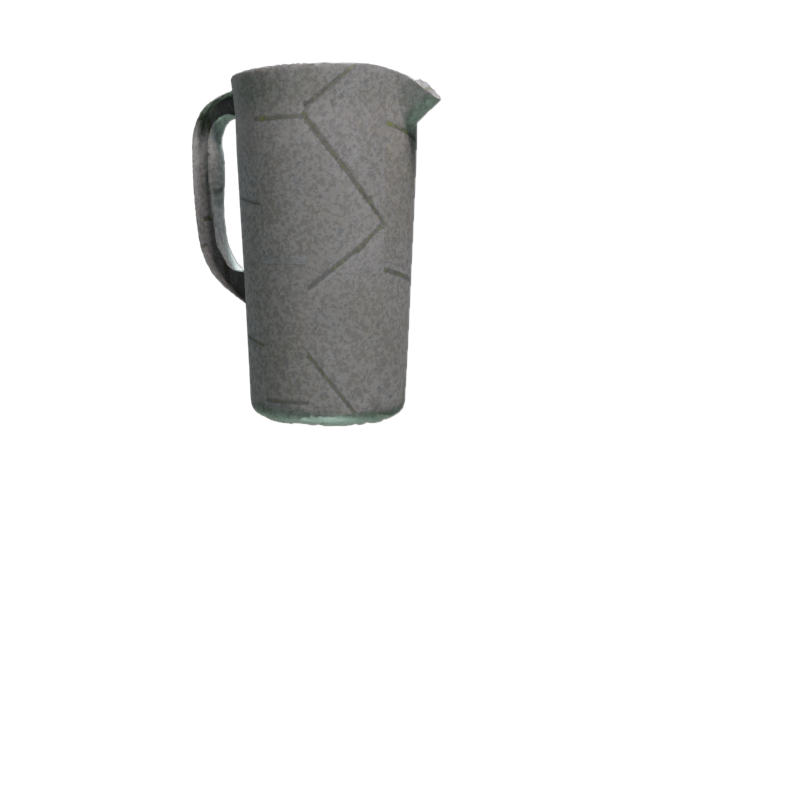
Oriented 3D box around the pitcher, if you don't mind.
[{"bbox_3d":[-0.061,-0.111,0.778,0.141,0.243,0.154,-1,2,-22],"label":"pitcher"}]
